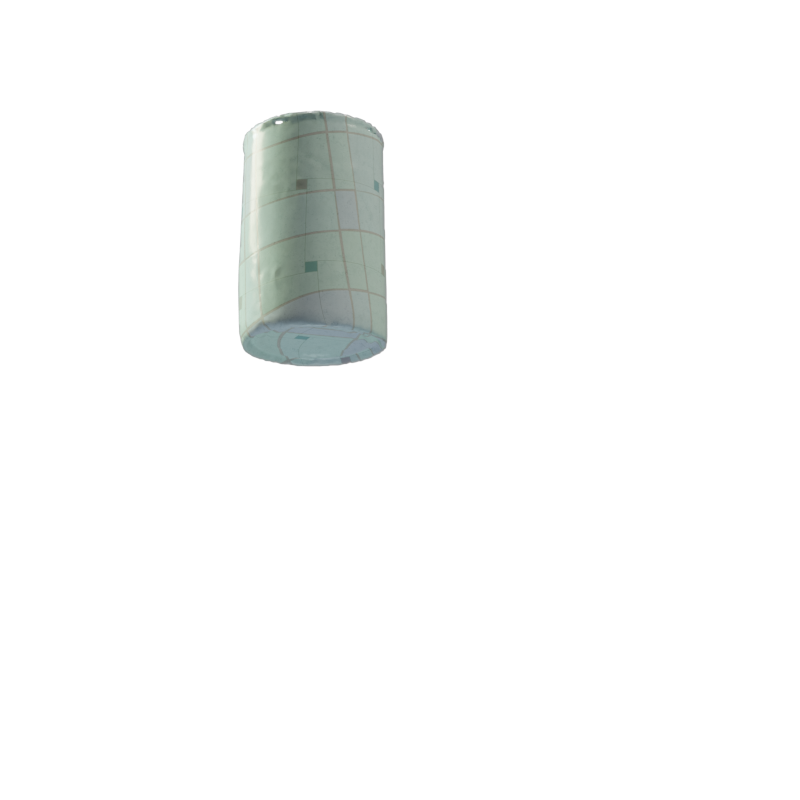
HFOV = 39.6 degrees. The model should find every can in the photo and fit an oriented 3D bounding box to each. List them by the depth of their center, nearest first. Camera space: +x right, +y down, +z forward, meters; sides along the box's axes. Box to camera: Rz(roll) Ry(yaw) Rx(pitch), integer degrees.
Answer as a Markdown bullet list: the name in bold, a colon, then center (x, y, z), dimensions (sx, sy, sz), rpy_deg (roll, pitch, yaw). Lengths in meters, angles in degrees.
- **can**: center (-0.040, -0.073, 0.514), dimensions (0.068, 0.107, 0.065), rpy_deg (0, -19, -2)
